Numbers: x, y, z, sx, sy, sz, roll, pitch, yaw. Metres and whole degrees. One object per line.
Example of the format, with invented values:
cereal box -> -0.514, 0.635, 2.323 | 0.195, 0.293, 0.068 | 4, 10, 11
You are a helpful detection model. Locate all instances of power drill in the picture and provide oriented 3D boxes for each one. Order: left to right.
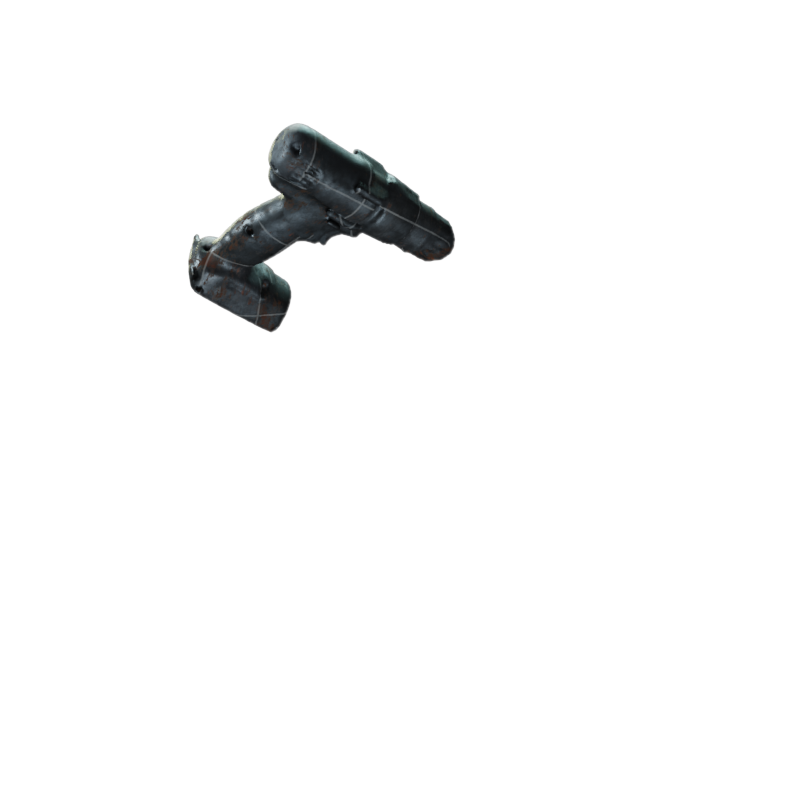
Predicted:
power drill -> -0.073, -0.133, 0.930 | 0.174, 0.062, 0.185 | 31, -51, -30
